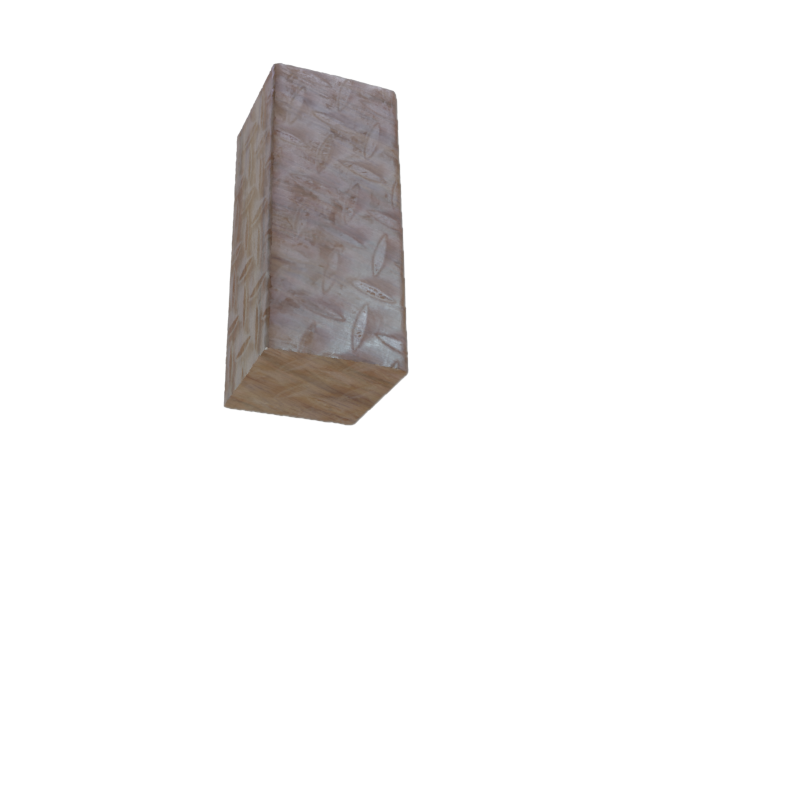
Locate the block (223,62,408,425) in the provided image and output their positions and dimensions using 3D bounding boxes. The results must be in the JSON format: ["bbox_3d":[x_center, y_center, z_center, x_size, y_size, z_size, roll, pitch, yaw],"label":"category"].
[{"bbox_3d":[-0.055,-0.102,0.712,0.087,0.219,0.088,10,-31,-20],"label":"block"}]
